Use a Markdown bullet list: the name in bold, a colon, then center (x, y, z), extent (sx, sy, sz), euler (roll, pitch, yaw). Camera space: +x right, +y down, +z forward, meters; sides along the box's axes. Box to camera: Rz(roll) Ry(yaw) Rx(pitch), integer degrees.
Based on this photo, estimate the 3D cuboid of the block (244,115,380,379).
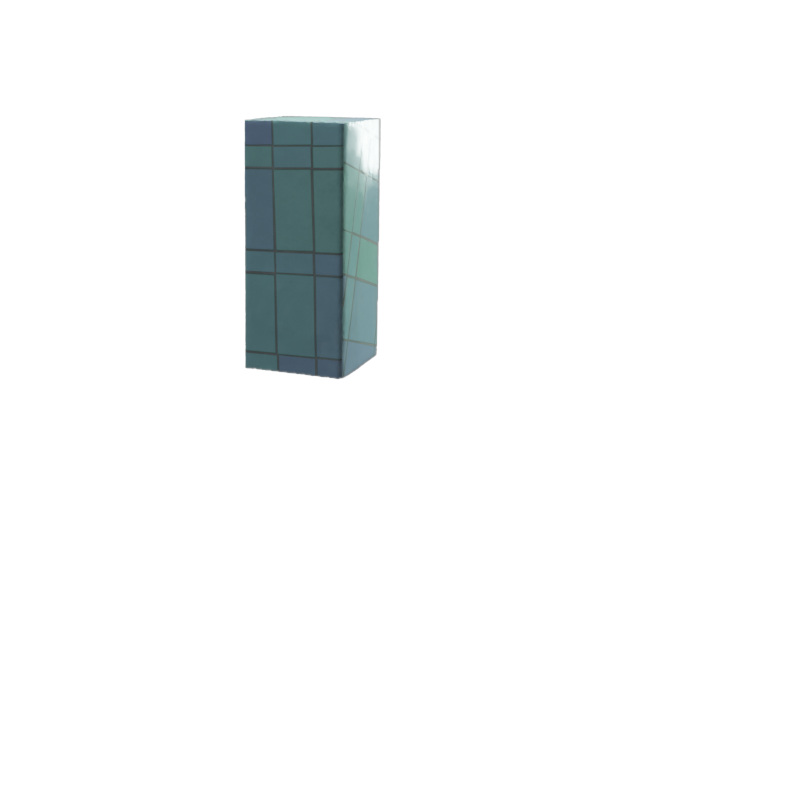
- **block**: center (-0.072, -0.133, 0.930), extent (0.093, 0.202, 0.090), euler (4, 11, 20)
